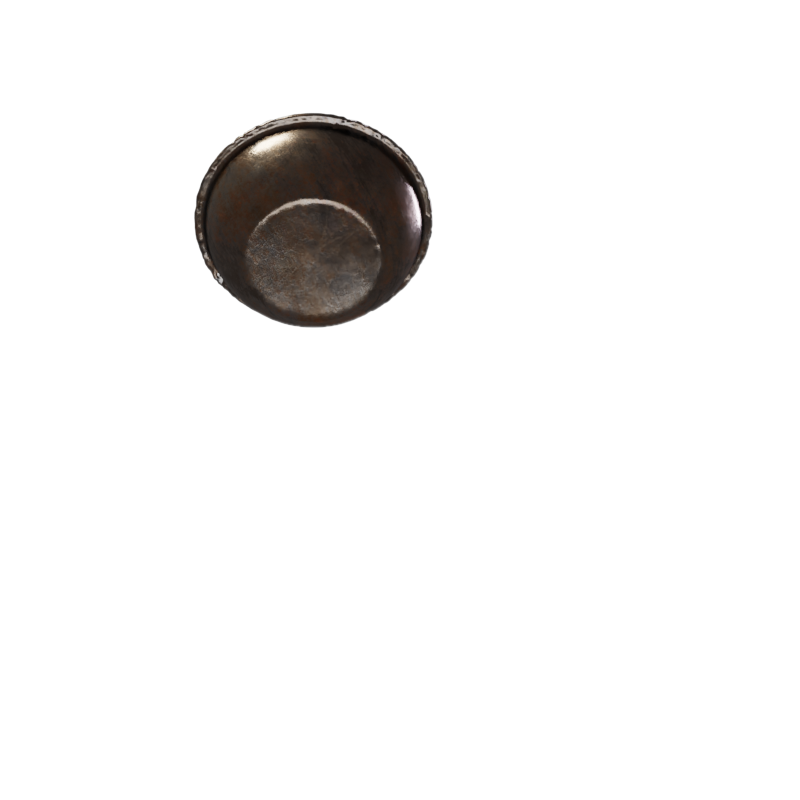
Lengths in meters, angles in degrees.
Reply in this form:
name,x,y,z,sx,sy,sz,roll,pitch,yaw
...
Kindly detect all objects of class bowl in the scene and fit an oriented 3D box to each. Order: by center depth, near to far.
name,x,y,z,sx,sy,sz,roll,pitch,yaw
bowl,-0.057,-0.104,0.729,0.162,0.152,0.058,1,31,-1
